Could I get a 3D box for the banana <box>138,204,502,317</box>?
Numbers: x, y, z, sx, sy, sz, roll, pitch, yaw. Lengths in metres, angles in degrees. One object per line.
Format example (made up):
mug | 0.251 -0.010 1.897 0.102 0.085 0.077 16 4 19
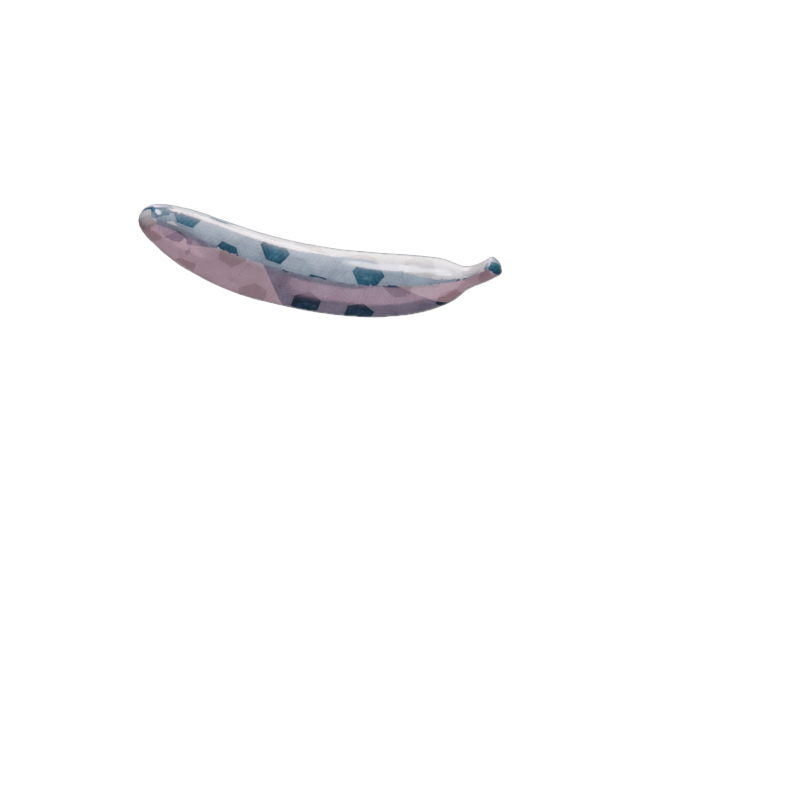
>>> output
banana | -0.048 -0.077 0.621 0.195 0.039 0.066 6 -35 -9
